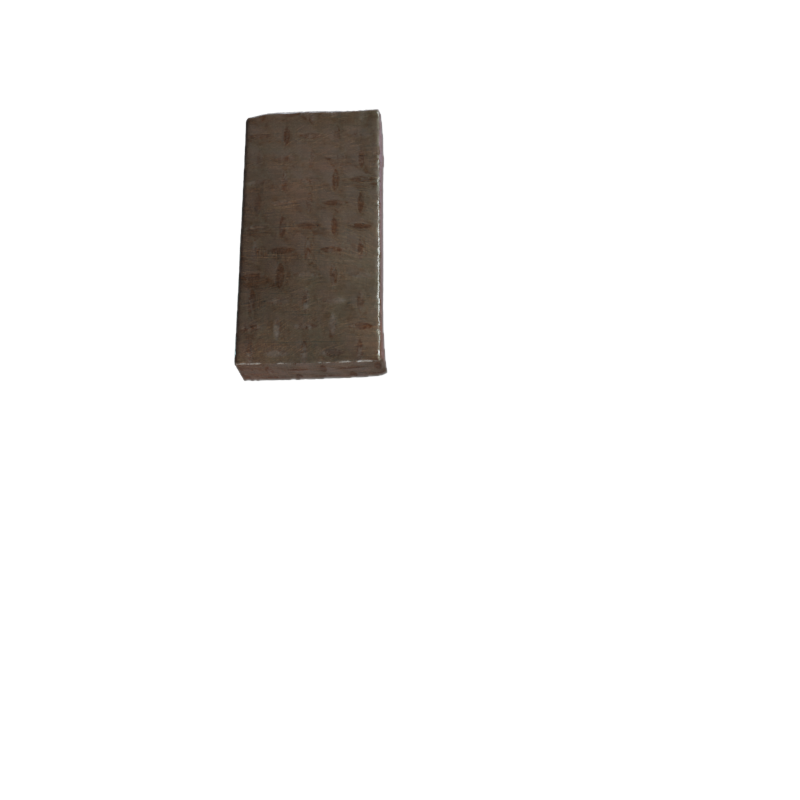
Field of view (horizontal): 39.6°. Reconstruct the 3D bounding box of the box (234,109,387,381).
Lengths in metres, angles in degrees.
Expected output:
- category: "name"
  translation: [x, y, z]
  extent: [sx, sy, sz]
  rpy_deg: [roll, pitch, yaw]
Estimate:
- category: "box"
  translation: [-0.057, -0.103, 0.720]
  extent: [0.094, 0.185, 0.045]
  rpy_deg: [-3, -20, 4]
